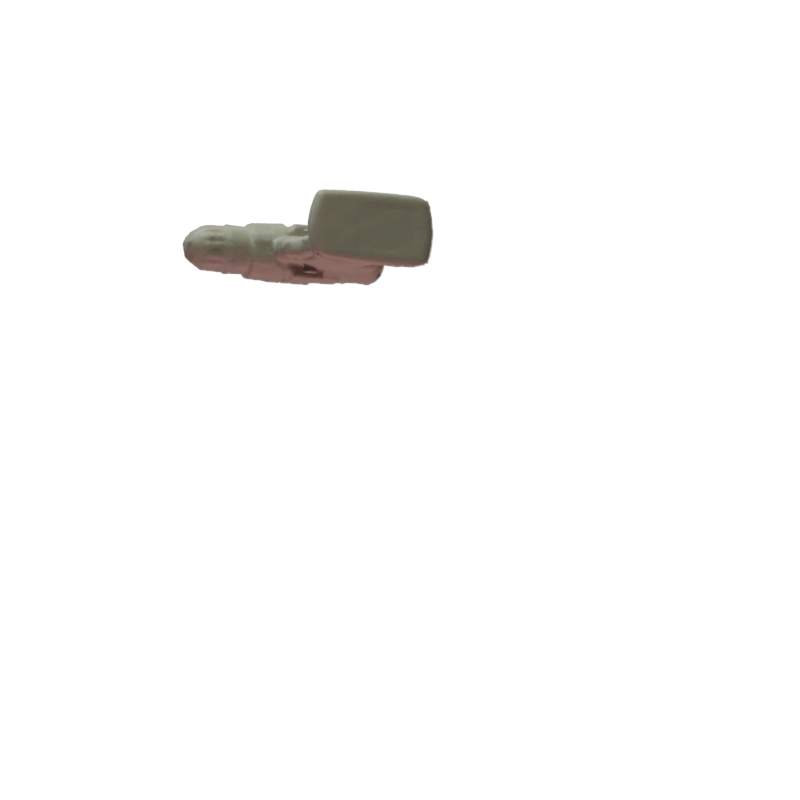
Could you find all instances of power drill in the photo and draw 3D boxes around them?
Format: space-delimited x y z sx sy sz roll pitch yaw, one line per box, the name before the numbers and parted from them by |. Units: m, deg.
power drill | -0.072 -0.131 0.920 0.179 0.058 0.191 0 0 -24
